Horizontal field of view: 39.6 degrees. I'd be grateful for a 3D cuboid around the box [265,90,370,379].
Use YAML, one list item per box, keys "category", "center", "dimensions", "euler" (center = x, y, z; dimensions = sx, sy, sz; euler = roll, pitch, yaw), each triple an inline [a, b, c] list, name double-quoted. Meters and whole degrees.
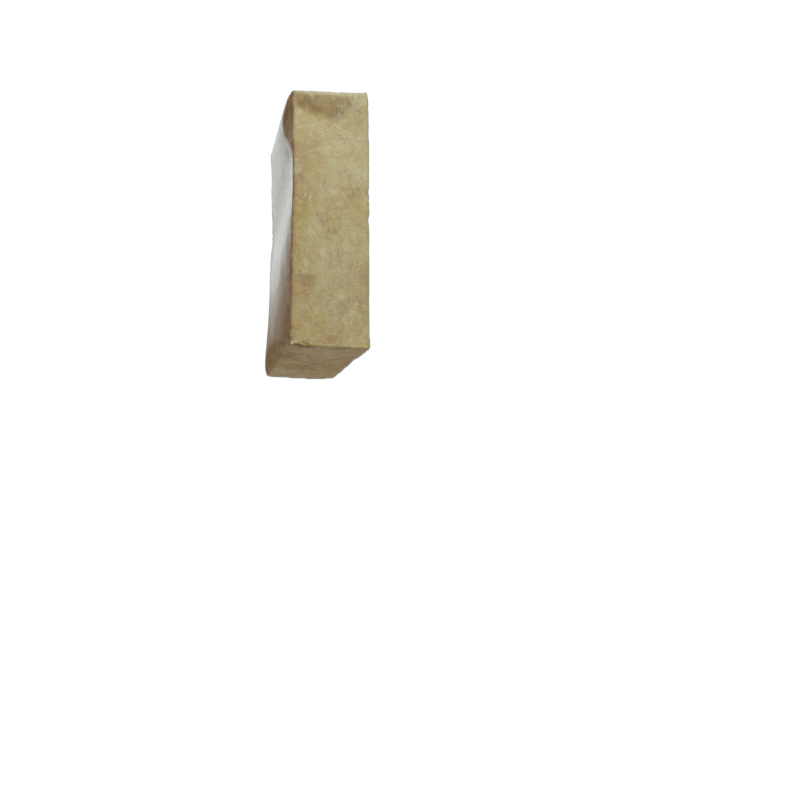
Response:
- category: "box"
  center: [-0.074, -0.135, 0.943]
  dimensions: [0.071, 0.221, 0.162]
  euler: [2, -12, -12]
